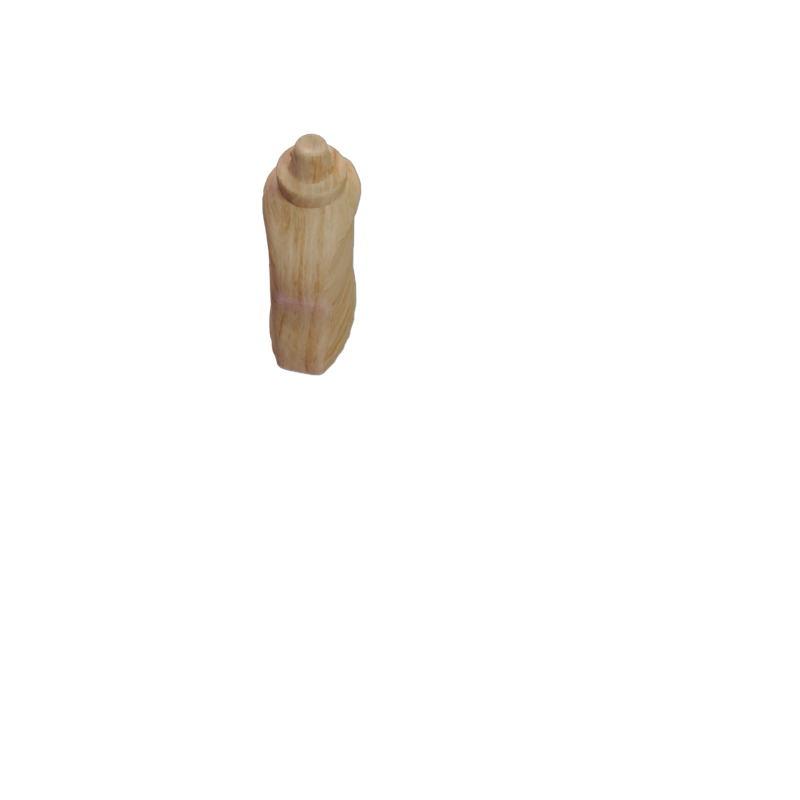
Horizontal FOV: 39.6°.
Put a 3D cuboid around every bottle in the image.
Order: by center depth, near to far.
[{"bbox_3d":[-0.055,-0.099,0.694,0.059,0.101,0.180,12,-29,2],"label":"bottle"}]
